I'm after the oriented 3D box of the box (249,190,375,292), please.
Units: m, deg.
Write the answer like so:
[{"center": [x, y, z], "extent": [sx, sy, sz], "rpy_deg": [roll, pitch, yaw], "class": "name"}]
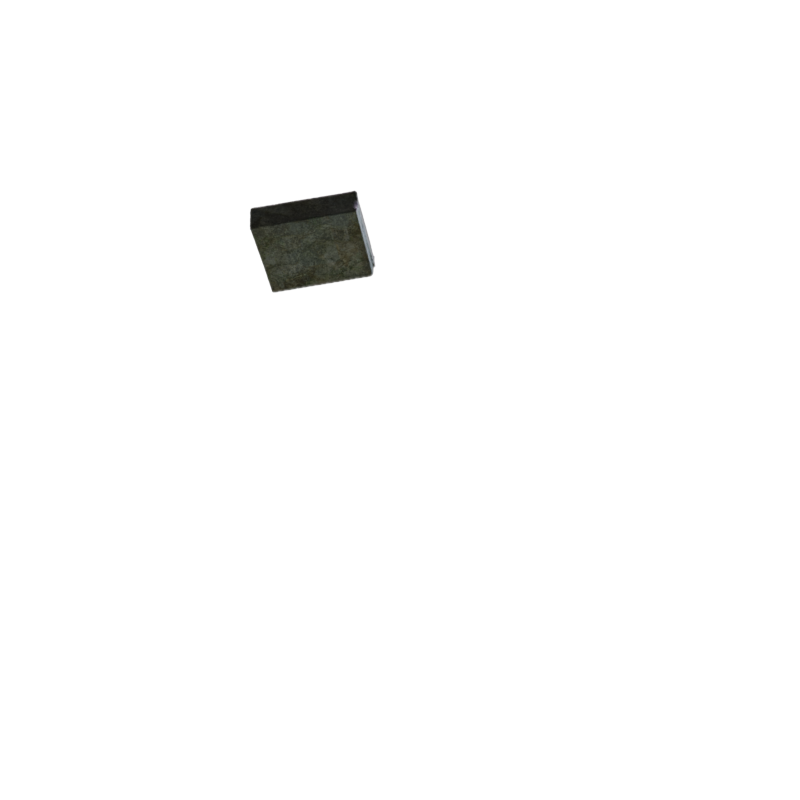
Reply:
[{"center": [-0.071, -0.129, 0.903], "extent": [0.090, 0.032, 0.067], "rpy_deg": [-9, -45, 8], "class": "box"}]
